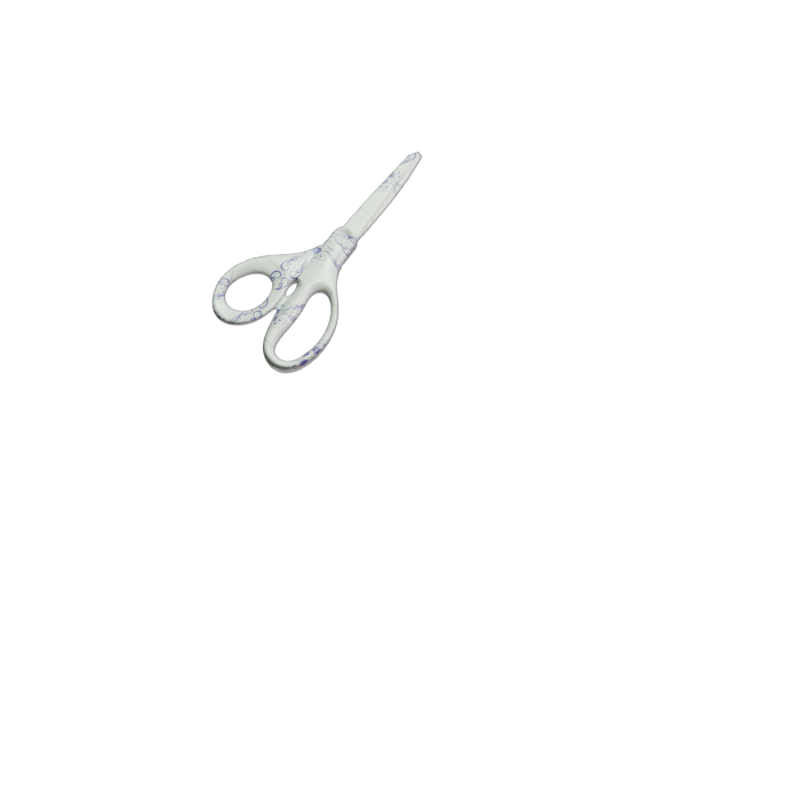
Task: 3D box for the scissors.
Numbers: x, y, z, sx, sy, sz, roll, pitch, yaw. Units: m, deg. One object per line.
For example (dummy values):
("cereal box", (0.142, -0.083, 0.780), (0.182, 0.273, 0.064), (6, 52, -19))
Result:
("scissors", (-0.061, -0.111, 0.776), (0.098, 0.211, 0.015), (16, -30, 9))
